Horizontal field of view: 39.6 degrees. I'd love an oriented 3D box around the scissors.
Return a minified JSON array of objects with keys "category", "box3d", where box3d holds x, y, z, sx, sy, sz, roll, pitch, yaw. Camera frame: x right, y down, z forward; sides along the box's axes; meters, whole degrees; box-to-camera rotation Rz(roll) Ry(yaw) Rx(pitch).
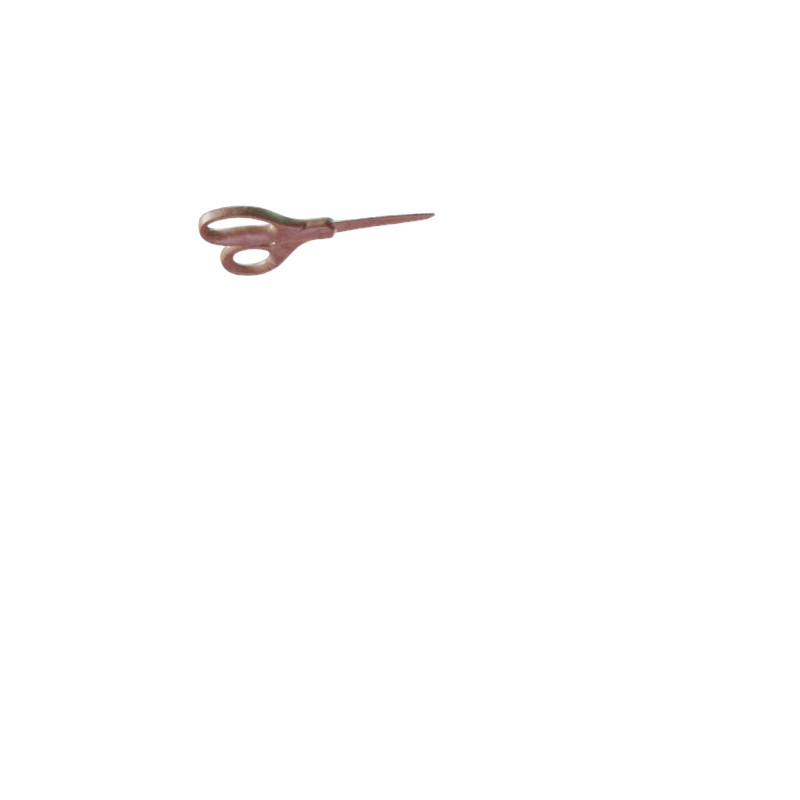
[{"category":"scissors","box3d":[-0.076,-0.139,0.977,0.200,0.017,0.090,3,-32,-4]}]
